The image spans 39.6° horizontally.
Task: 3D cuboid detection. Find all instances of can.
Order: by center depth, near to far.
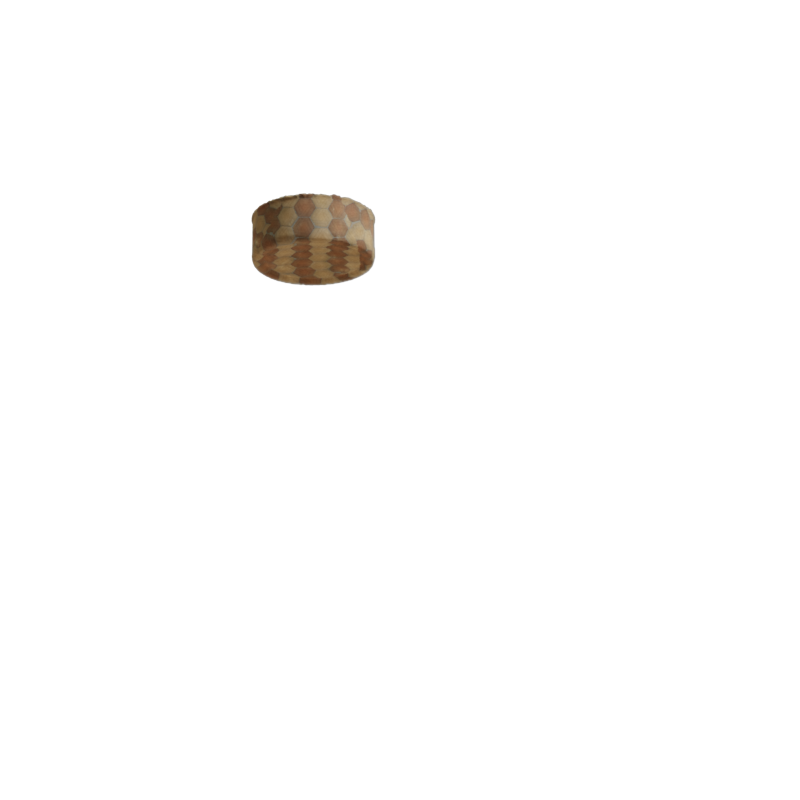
[{"bbox_3d":[-0.060,-0.109,0.762,0.086,0.035,0.082,0,-17,-2],"label":"can"}]
